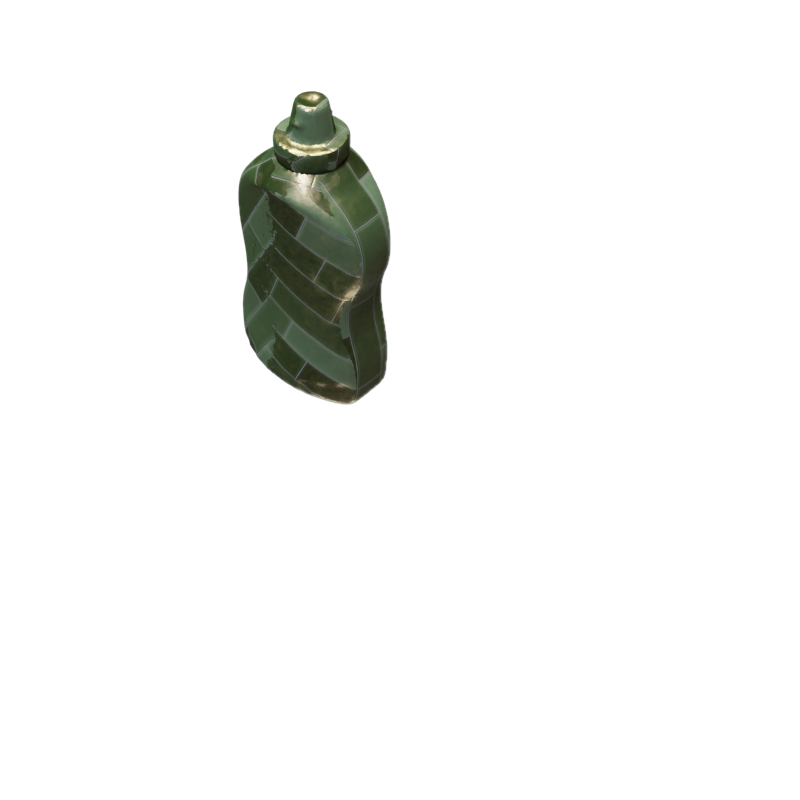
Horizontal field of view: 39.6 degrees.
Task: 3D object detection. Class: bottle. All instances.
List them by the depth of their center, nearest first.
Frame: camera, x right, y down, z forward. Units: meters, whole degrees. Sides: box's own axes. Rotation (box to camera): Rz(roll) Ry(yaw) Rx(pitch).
[{"bbox_3d":[-0.049,-0.089,0.627,0.102,0.179,0.059,35,52,29],"label":"bottle"}]
